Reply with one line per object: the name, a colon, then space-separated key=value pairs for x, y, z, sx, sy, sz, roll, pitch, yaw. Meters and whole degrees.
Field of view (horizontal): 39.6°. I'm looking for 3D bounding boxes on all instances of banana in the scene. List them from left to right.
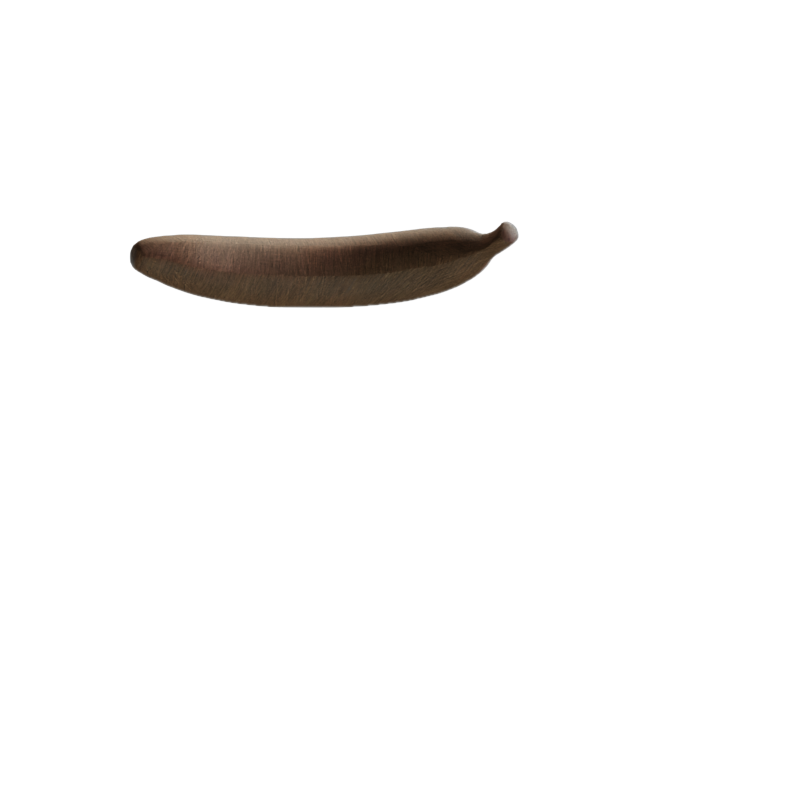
banana: x=-0.039 y=-0.074 z=0.584 sx=0.199 sy=0.039 sz=0.065 roll=-4 pitch=-27 yaw=8
